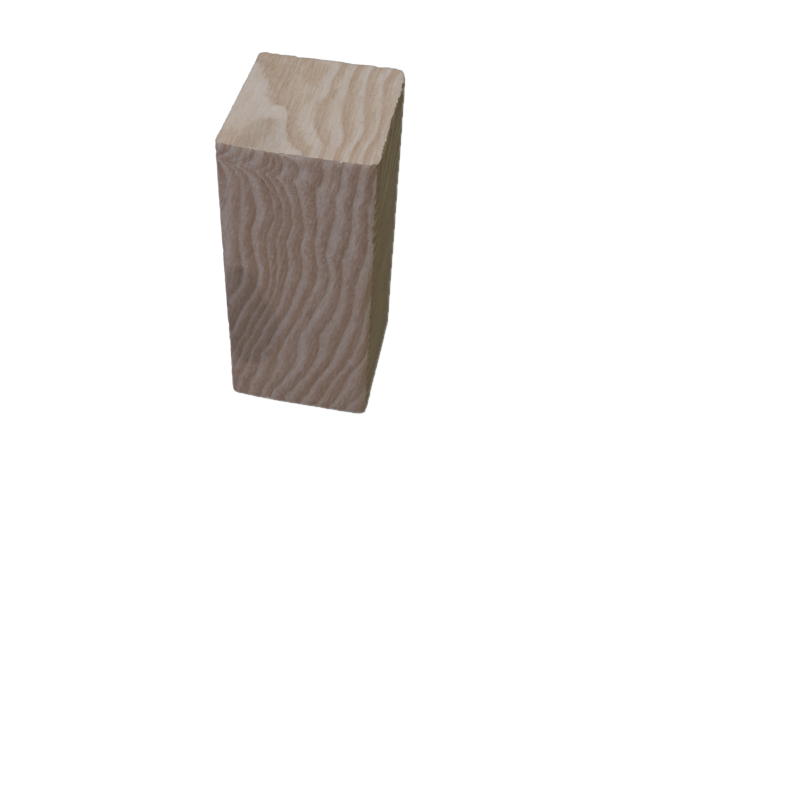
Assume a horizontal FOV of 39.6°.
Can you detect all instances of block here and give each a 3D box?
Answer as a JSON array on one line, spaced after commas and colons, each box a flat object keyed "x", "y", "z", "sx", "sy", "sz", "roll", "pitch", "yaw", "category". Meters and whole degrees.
[{"x": -0.052, "y": -0.096, "z": 0.675, "sx": 0.091, "sy": 0.096, "sz": 0.192, "roll": 10, "pitch": -43, "yaw": 6, "category": "block"}]
